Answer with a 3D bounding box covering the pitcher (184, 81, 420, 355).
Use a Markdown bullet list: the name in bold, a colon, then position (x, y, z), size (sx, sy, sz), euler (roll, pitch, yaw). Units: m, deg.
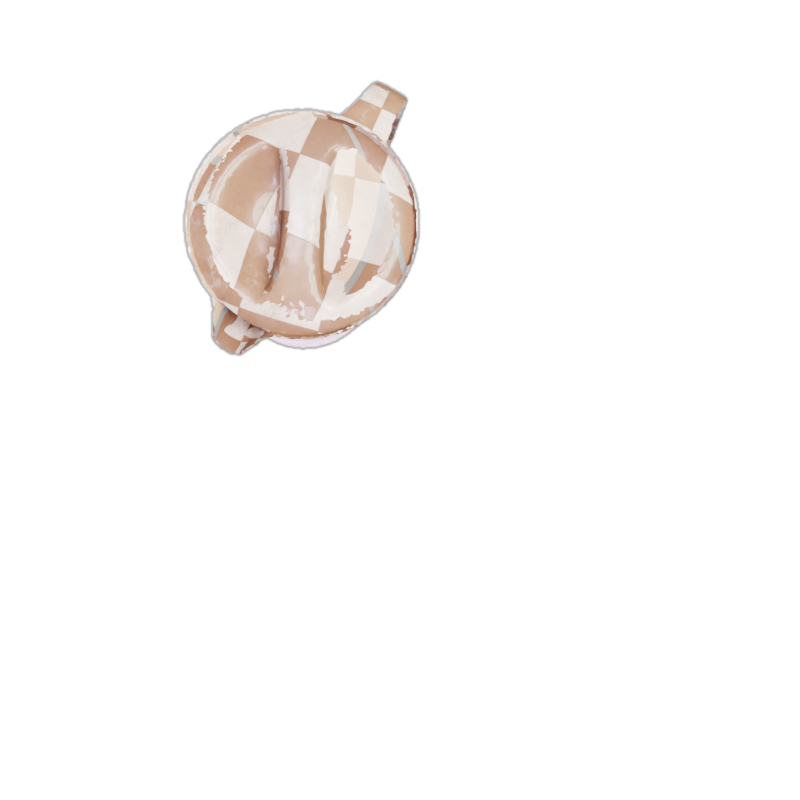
- **pitcher**: position (-0.058, -0.105, 0.739), size (0.149, 0.148, 0.240), euler (-15, -3, -4)
